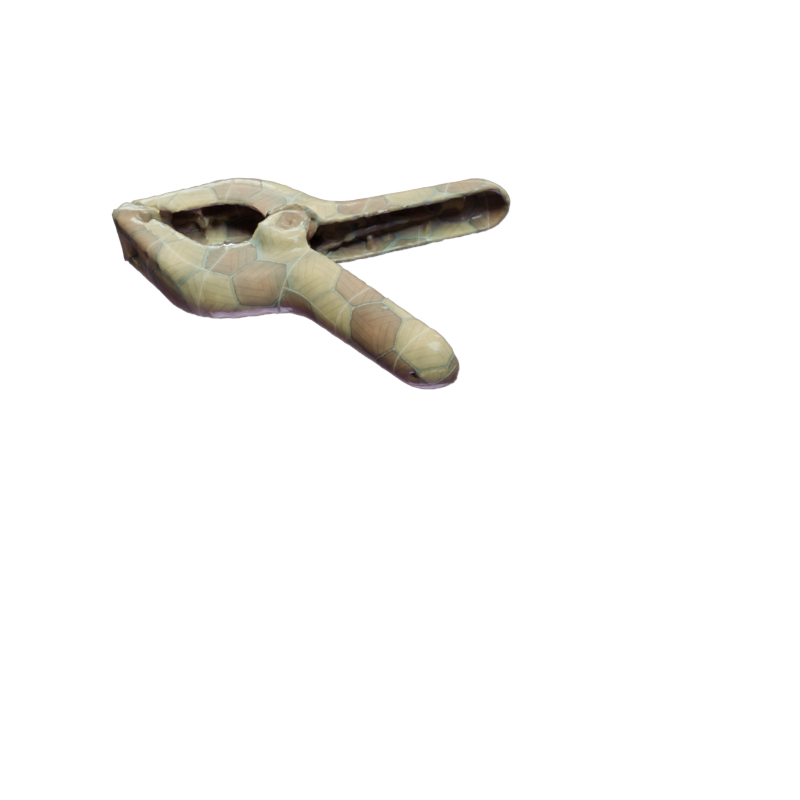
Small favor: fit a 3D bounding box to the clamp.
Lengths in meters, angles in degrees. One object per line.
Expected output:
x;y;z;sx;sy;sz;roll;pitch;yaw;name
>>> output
-0.037;-0.068;0.478;0.178;0.037;0.124;17;41;20;clamp
